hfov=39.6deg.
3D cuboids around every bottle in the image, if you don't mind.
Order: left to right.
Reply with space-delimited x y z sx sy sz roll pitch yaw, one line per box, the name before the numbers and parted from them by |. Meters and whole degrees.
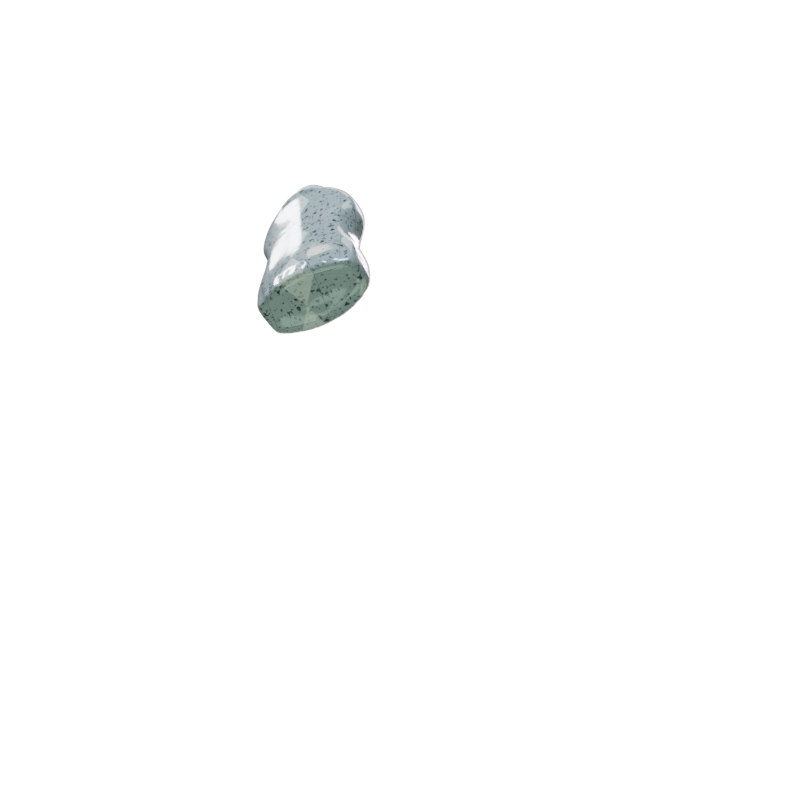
bottle | -0.078 -0.142 0.995 0.096 0.055 0.205 -29 33 16
